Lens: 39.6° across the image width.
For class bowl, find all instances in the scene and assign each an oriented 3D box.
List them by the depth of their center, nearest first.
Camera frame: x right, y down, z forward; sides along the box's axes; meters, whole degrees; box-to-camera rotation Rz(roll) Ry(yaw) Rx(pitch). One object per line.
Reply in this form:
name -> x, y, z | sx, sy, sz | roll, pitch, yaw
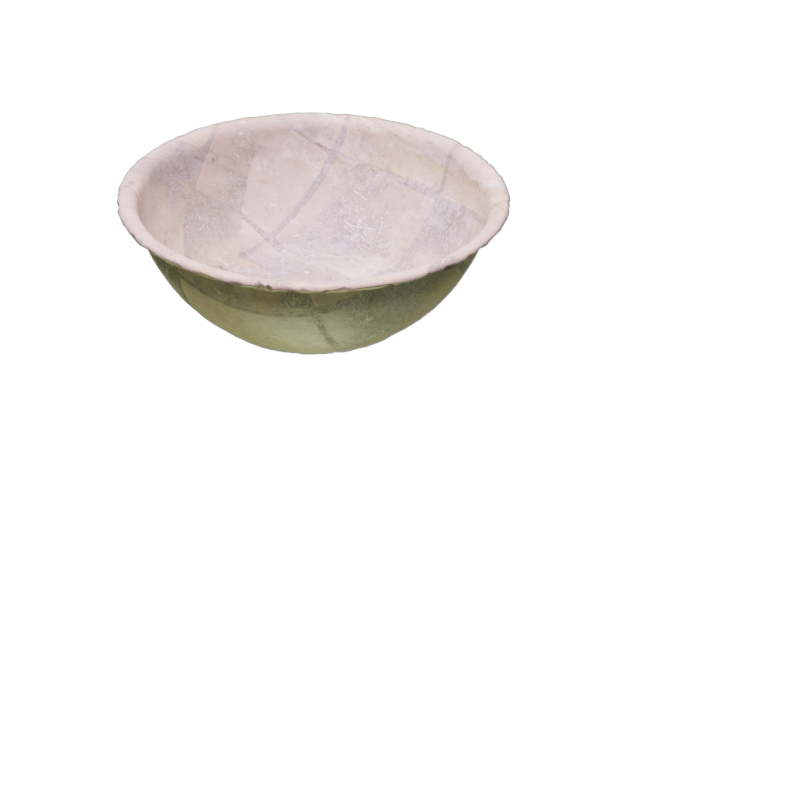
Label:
bowl -> -0.037, -0.067, 0.471 | 0.162, 0.052, 0.173 | -1, 34, -2
